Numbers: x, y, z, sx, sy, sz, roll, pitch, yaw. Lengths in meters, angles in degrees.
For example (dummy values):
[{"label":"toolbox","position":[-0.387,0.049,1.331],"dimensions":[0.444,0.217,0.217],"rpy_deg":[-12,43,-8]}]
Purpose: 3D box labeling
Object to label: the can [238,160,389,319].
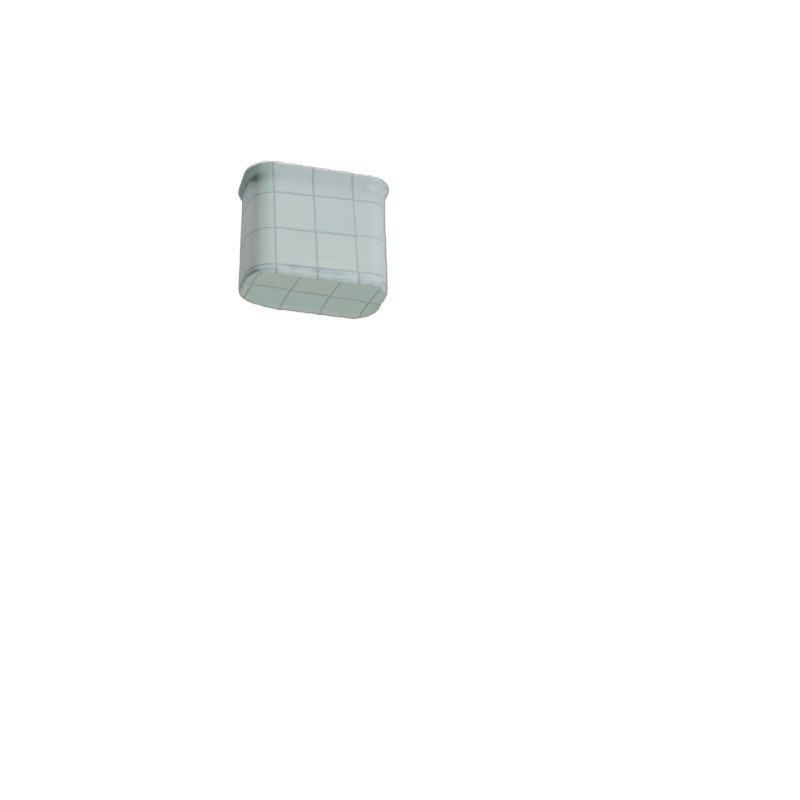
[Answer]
[{"label":"can","position":[-0.058,-0.107,0.746],"dimensions":[0.100,0.089,0.055],"rpy_deg":[6,-29,-14]}]
